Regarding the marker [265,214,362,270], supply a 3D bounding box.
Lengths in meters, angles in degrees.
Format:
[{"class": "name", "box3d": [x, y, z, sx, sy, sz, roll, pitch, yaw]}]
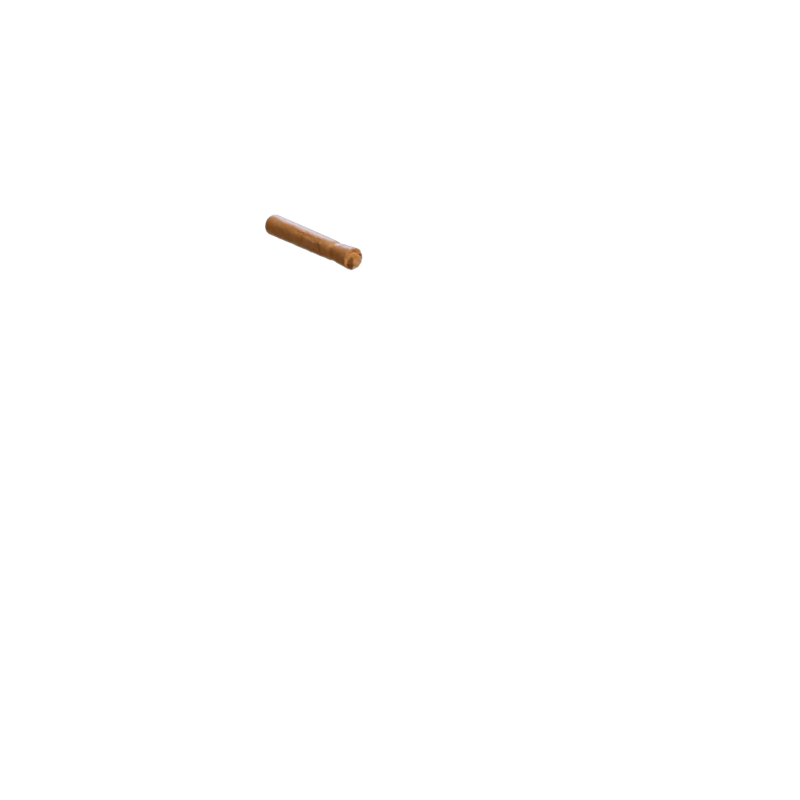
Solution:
[{"class": "marker", "box3d": [-0.074, -0.135, 0.943, 0.019, 0.019, 0.129, -3, 22, -39]}]
